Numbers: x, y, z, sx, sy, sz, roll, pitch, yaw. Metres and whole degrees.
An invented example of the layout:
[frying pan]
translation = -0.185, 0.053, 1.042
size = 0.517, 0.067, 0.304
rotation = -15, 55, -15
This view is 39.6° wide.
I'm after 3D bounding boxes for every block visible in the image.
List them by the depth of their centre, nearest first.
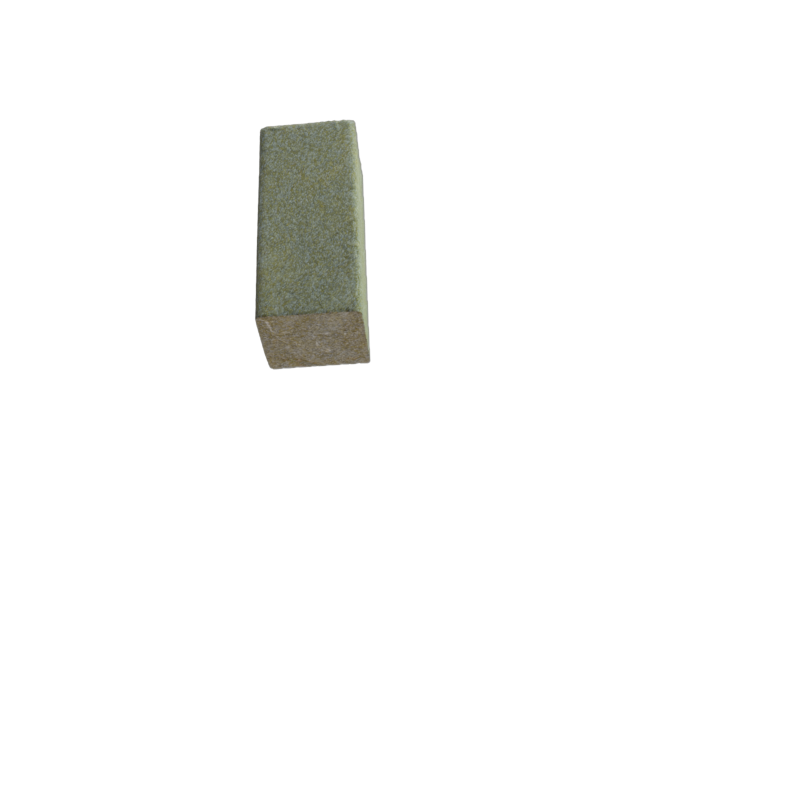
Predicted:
[block]
translation = -0.078, -0.142, 0.991
size = 0.091, 0.220, 0.084
rotation = -5, -33, 3
